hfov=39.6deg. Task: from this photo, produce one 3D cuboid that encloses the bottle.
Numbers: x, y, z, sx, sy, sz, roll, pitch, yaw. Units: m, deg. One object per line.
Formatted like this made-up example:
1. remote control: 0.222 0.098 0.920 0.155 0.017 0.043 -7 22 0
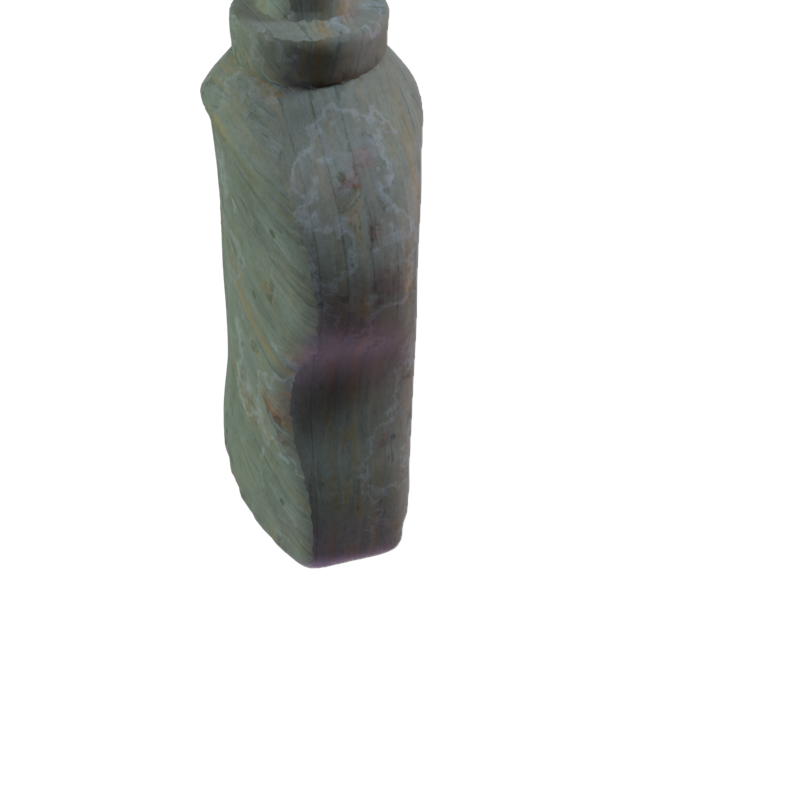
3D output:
1. bottle: -0.026 -0.046 0.326 0.058 0.179 0.104 -9 41 -14
